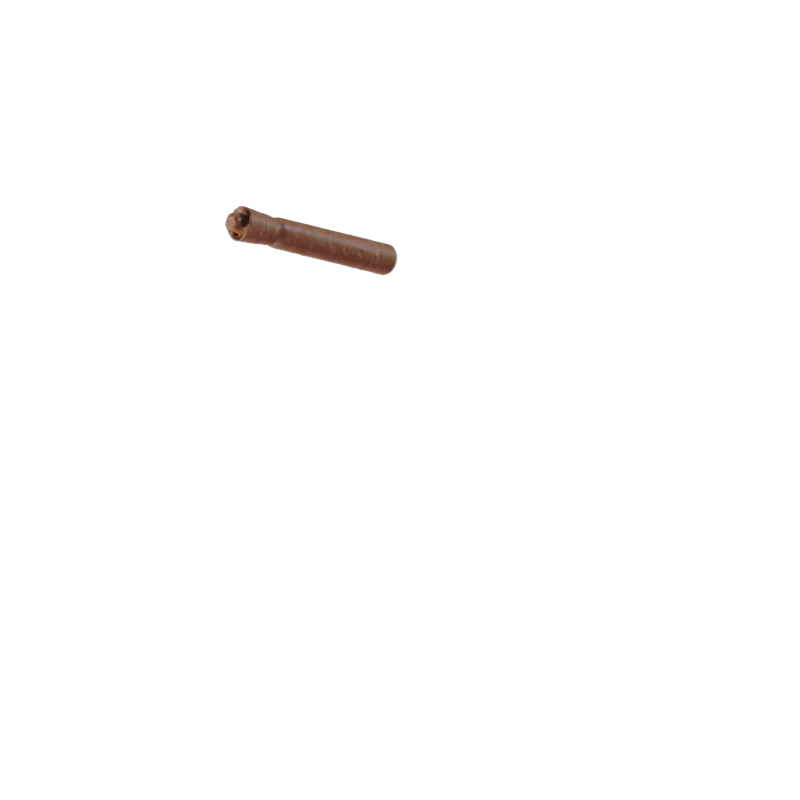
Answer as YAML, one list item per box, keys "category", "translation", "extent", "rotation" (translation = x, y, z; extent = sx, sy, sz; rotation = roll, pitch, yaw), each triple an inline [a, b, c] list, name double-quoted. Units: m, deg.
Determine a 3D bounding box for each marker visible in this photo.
- category: "marker"
  translation: [-0.048, -0.088, 0.614]
  extent: [0.021, 0.020, 0.115]
  rotation: [4, -2, 44]
